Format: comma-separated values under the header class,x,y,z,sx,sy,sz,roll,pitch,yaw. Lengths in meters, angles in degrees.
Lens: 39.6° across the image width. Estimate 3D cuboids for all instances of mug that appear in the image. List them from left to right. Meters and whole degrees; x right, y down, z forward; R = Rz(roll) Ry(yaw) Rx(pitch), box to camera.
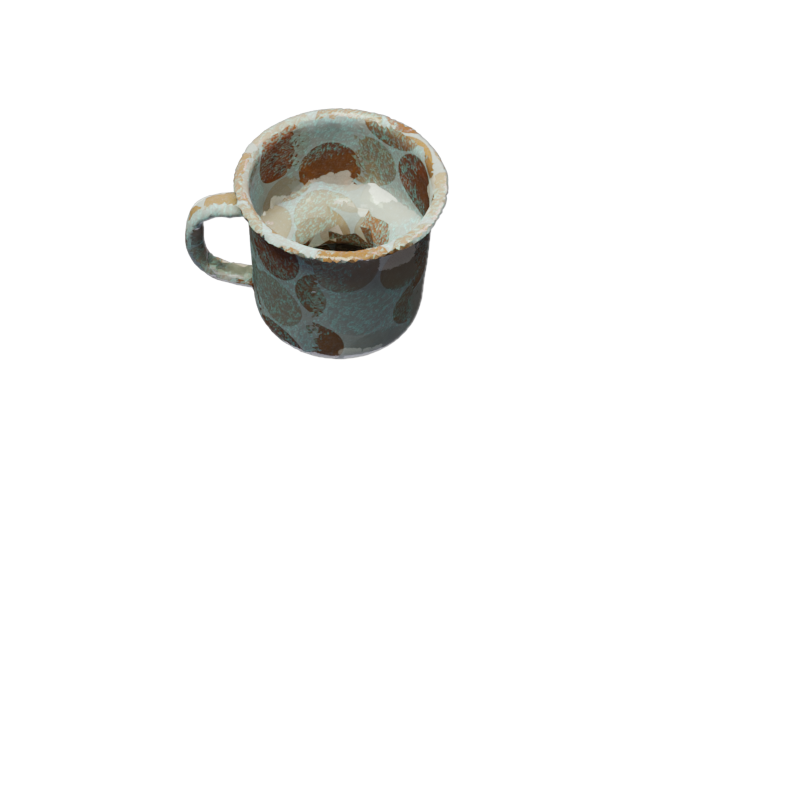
class,x,y,z,sx,sy,sz,roll,pitch,yaw
mug,-0.040,-0.073,0.508,0.117,0.100,0.076,-3,-38,-3
